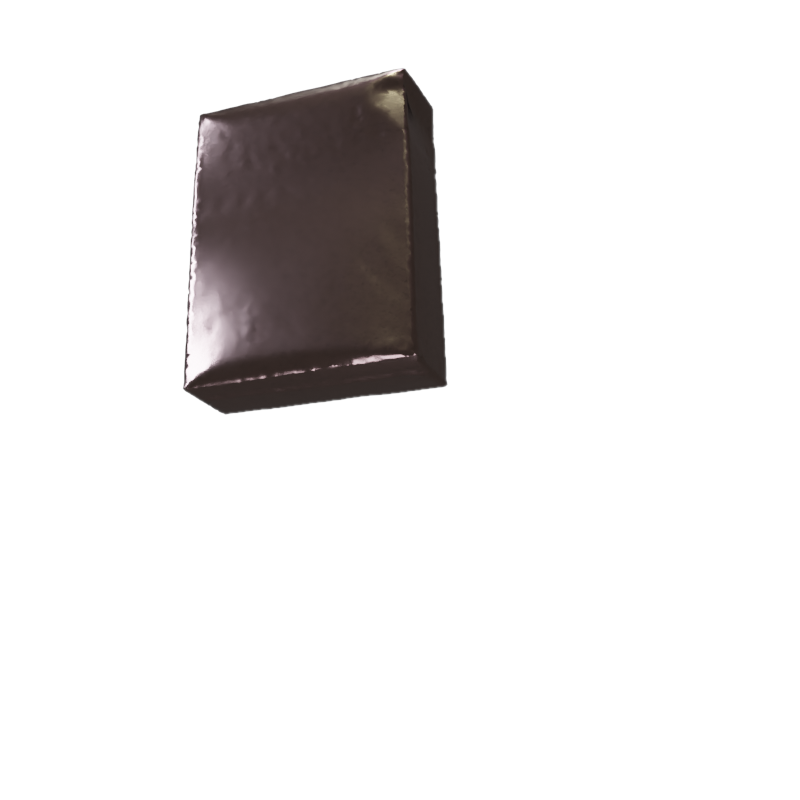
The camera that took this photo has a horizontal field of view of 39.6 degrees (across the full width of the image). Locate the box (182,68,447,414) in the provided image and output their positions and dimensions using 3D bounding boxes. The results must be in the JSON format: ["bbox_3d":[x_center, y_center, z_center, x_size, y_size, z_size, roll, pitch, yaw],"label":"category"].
[{"bbox_3d":[-0.060,-0.109,0.761,0.167,0.225,0.067,-9,-24,19],"label":"box"}]
